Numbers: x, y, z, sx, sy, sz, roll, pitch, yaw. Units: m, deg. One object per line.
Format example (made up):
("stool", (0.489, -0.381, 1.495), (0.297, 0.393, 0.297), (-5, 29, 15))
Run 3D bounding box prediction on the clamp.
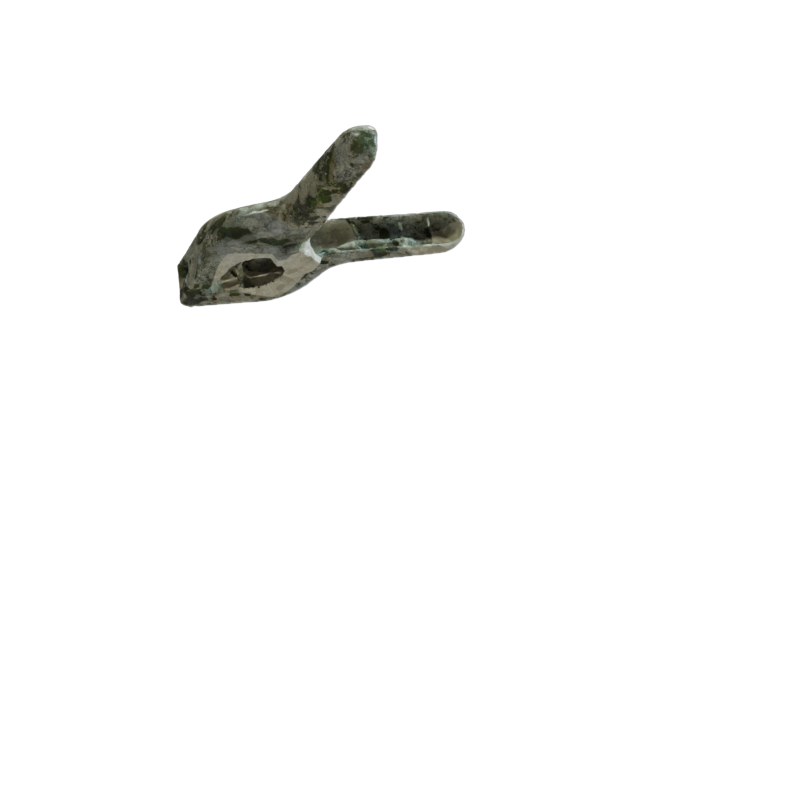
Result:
("clamp", (-0.051, -0.092, 0.645), (0.172, 0.042, 0.112), (-22, -37, 32))
